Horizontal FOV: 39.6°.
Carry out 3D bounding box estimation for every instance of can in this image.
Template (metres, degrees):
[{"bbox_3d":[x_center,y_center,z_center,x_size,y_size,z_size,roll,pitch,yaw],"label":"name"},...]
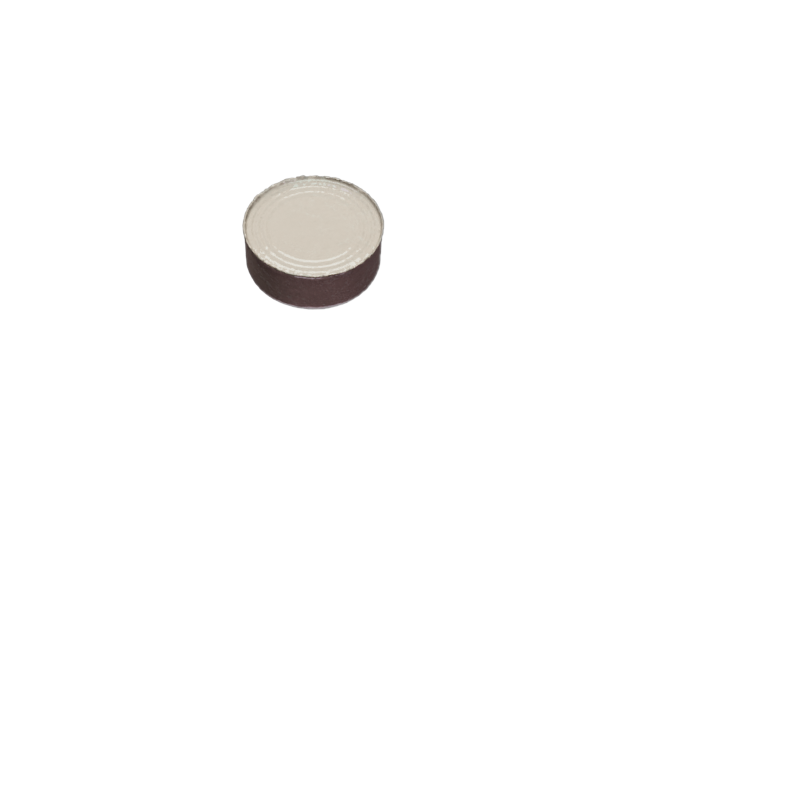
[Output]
[{"bbox_3d":[-0.053,-0.097,0.683,0.086,0.092,0.031,-1,-40,-1],"label":"can"}]
